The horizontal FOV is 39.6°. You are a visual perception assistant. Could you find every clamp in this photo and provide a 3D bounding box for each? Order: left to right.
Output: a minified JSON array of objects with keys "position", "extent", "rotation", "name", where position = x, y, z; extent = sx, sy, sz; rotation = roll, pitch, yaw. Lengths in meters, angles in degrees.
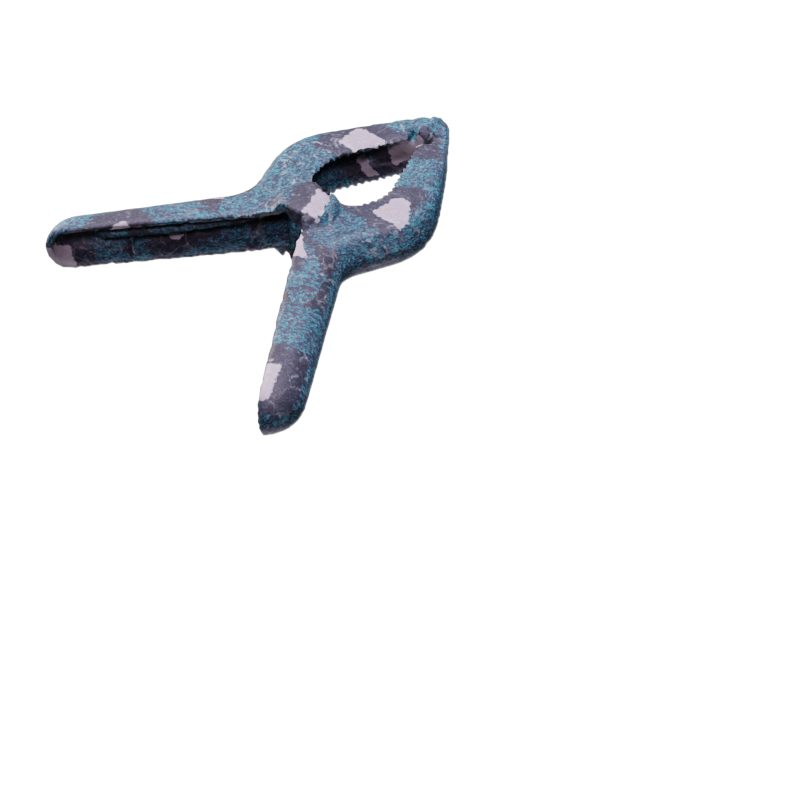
[{"position":[-0.042,-0.077,0.537],"extent":[0.210,0.034,0.177],"rotation":[-31,53,-26],"name":"clamp"}]
